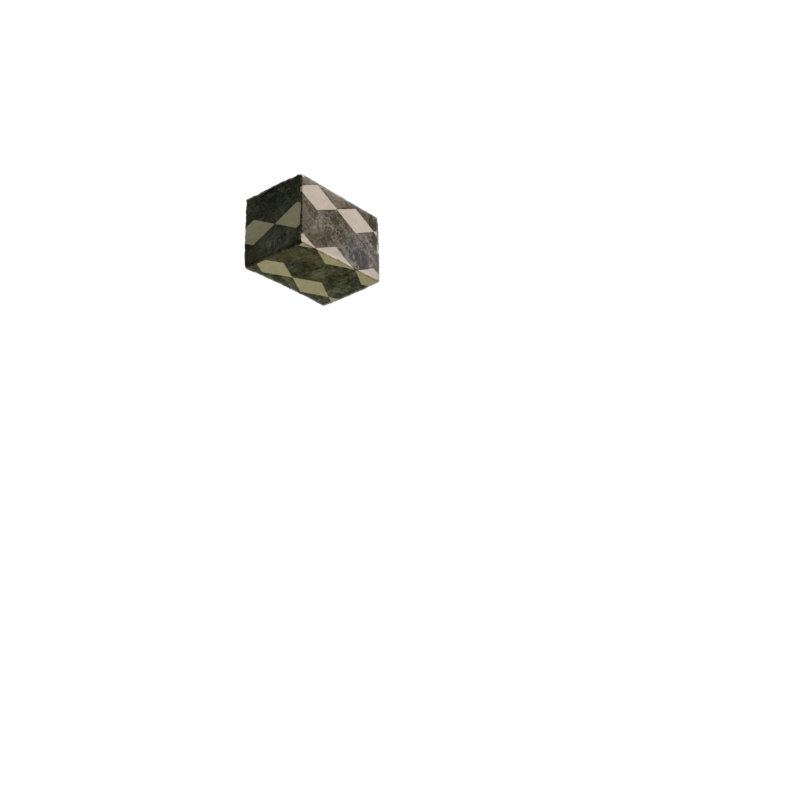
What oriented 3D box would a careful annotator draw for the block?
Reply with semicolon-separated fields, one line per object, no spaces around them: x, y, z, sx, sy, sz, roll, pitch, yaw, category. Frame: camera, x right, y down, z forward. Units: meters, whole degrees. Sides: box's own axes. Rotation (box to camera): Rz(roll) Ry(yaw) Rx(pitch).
-0.057;-0.104;0.729;0.053;0.054;0.073;-21;-31;35;block
